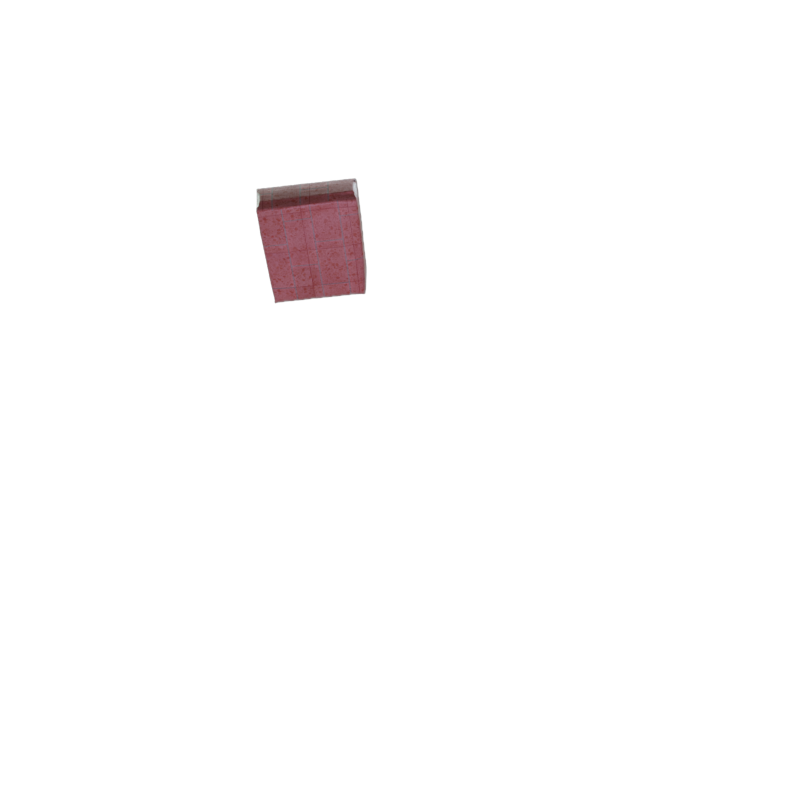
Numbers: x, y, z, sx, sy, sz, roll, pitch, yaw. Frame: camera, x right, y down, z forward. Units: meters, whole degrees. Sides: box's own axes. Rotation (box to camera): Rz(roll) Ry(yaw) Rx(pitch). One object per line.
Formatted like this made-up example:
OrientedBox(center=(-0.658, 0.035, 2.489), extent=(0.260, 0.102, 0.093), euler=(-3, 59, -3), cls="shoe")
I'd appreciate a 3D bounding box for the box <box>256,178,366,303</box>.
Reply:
OrientedBox(center=(-0.078, -0.143, 0.999), extent=(0.090, 0.105, 0.042), euler=(-4, 40, 3), cls="box")
